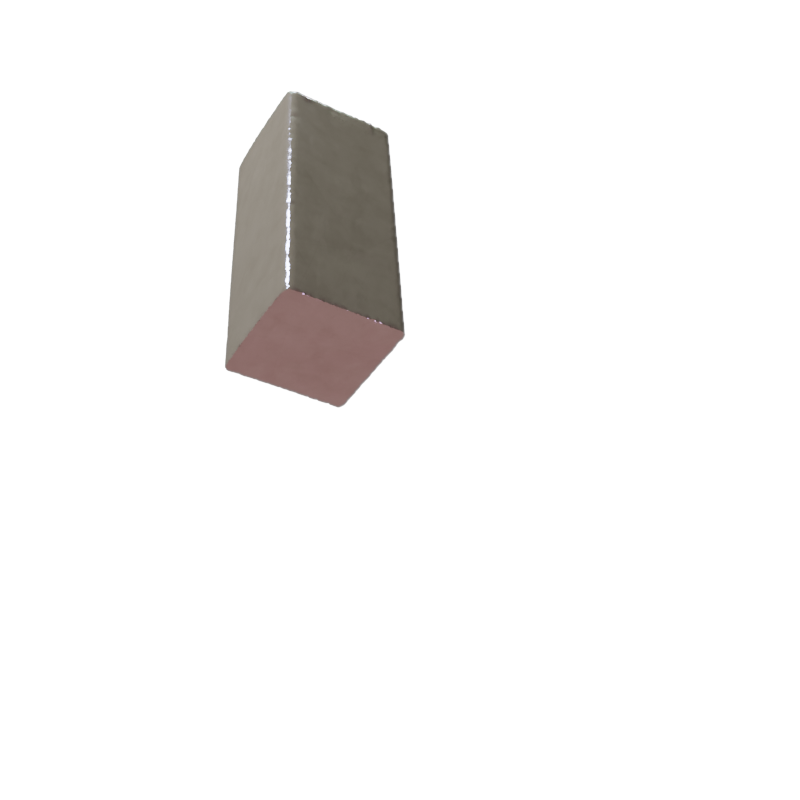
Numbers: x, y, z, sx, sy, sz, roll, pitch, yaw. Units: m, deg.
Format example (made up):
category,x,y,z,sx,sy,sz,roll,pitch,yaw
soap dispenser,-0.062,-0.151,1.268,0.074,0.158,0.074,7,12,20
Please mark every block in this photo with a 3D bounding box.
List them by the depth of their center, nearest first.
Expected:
category,x,y,z,sx,sy,sz,roll,pitch,yaw
block,-0.062,-0.113,0.790,0.087,0.221,0.087,20,-48,-23
